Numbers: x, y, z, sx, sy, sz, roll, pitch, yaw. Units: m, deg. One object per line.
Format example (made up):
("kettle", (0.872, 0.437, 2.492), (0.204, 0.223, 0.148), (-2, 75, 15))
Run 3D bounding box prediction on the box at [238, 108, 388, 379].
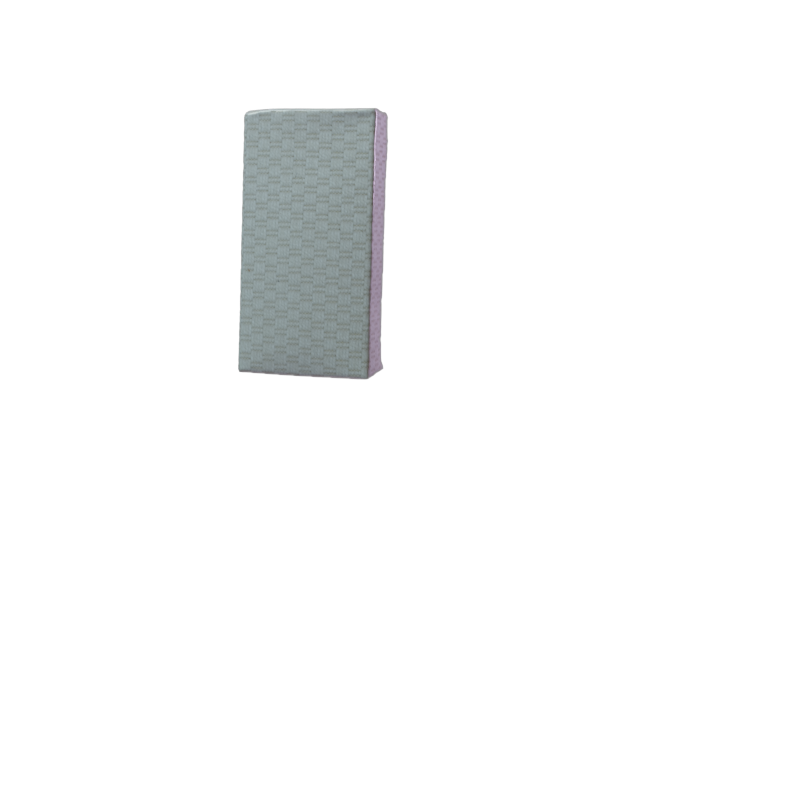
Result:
("box", (-0.058, -0.106, 0.741), (0.095, 0.175, 0.047), (1, 3, 15))
